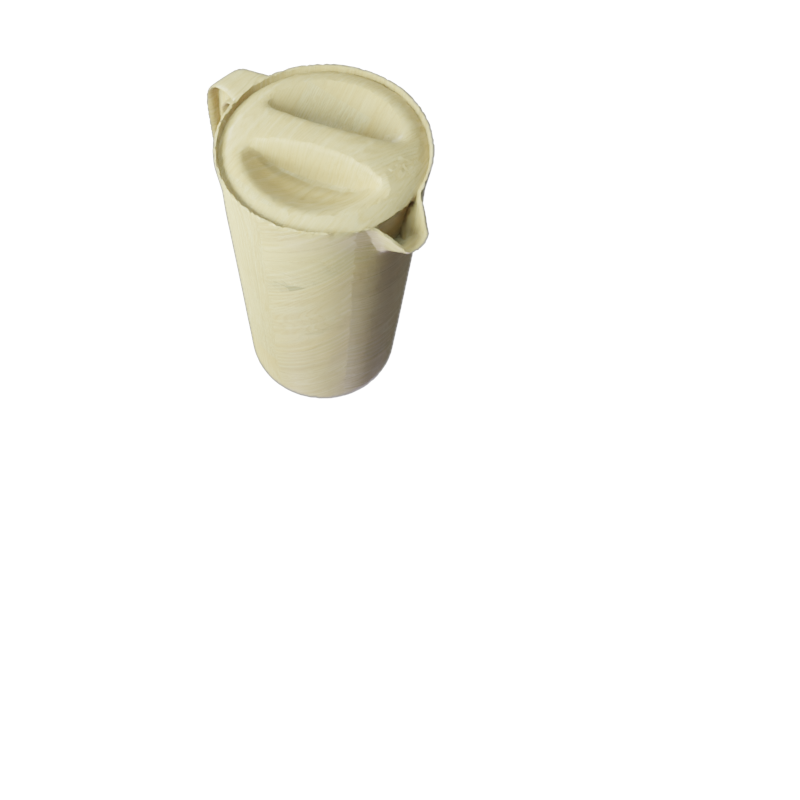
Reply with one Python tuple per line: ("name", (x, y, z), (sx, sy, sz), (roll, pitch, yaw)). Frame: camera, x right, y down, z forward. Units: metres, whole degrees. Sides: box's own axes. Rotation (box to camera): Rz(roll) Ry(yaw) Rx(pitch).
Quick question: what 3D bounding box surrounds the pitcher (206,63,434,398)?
("pitcher", (-0.060, -0.109, 0.761), (0.145, 0.159, 0.228), (2, -30, -2))
